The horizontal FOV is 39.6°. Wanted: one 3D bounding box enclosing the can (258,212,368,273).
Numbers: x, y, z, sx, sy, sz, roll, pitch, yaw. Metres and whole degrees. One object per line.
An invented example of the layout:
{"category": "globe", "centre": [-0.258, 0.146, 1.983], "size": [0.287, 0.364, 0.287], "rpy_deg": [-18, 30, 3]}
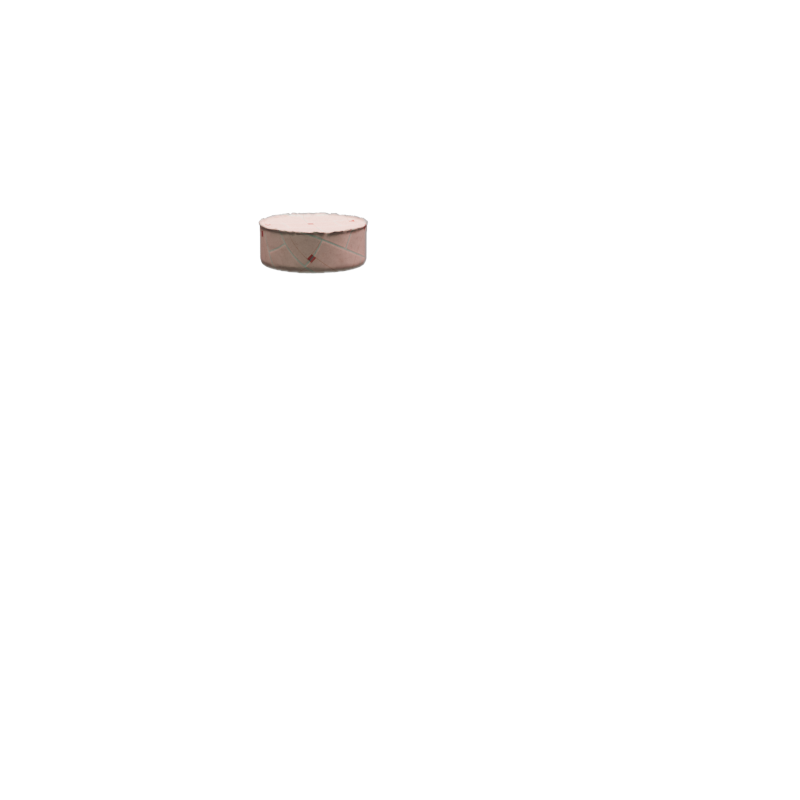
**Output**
{"category": "can", "centre": [-0.068, -0.125, 0.874], "size": [0.086, 0.032, 0.089], "rpy_deg": [-1, 18, -2]}
